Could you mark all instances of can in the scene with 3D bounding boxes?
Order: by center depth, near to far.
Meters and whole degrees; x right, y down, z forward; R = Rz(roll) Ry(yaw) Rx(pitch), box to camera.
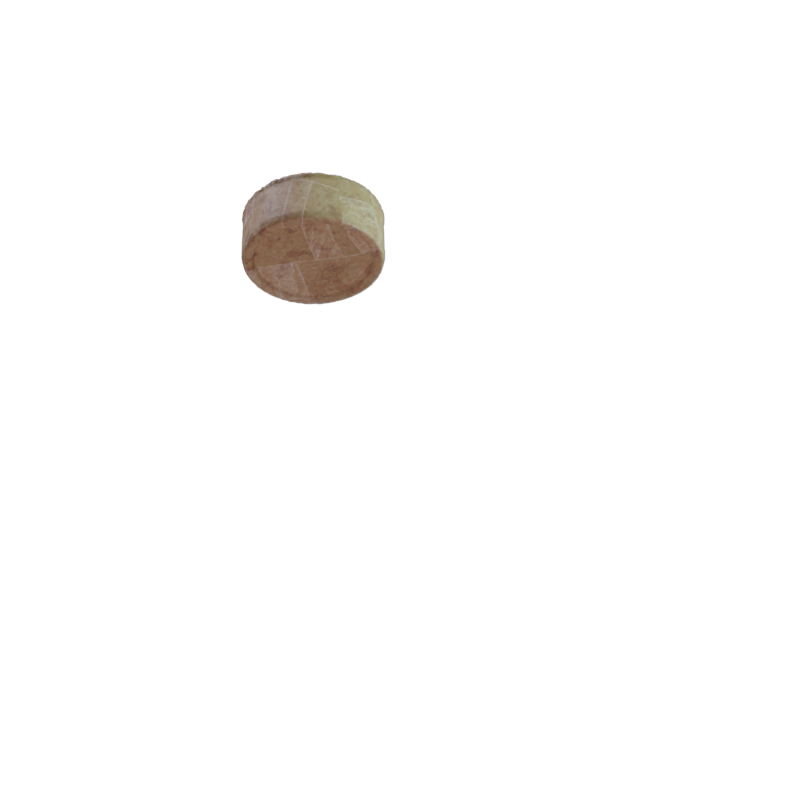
[{"bbox_3d":[-0.051,-0.094,0.658,0.086,0.036,0.080,1,-35,-2],"label":"can"}]
